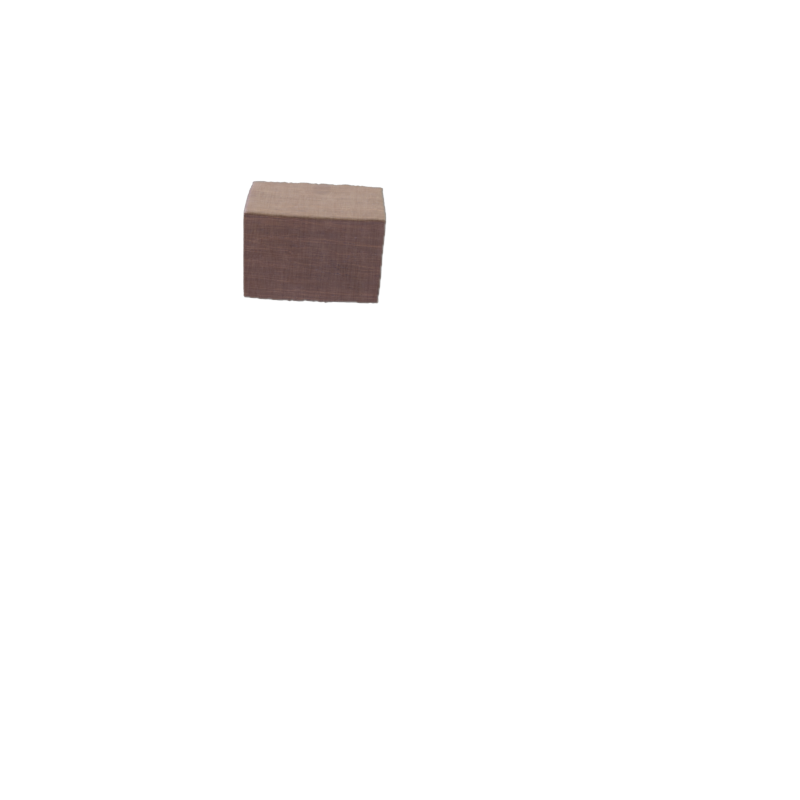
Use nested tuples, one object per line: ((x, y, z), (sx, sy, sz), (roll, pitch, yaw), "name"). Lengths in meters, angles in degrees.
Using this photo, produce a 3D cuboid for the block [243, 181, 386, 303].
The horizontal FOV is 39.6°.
((-0.049, -0.089, 0.624), (0.078, 0.050, 0.054), (3, 28, -3), "block")
